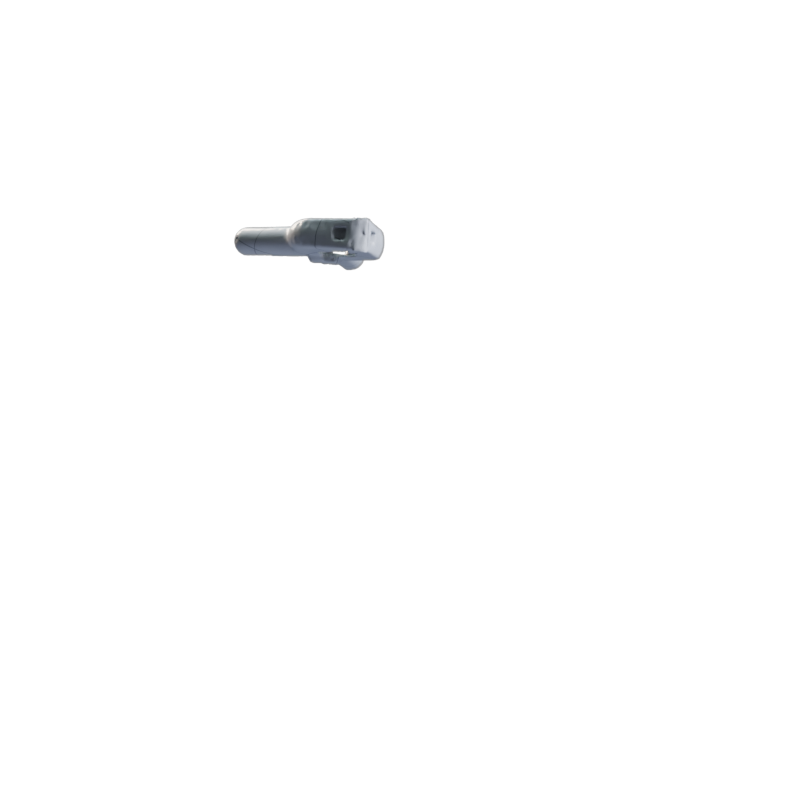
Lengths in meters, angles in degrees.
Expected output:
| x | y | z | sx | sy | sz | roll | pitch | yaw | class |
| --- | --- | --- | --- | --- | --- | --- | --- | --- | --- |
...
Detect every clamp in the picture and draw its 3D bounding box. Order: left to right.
| x | y | z | sx | sy | sz | roll | pitch | yaw | class |
| --- | --- | --- | --- | --- | --- | --- | --- | --- | --- |
| -0.073 | -0.133 | 0.931 | 0.118 | 0.040 | 0.172 | 0 | -1 | -14 | clamp |
